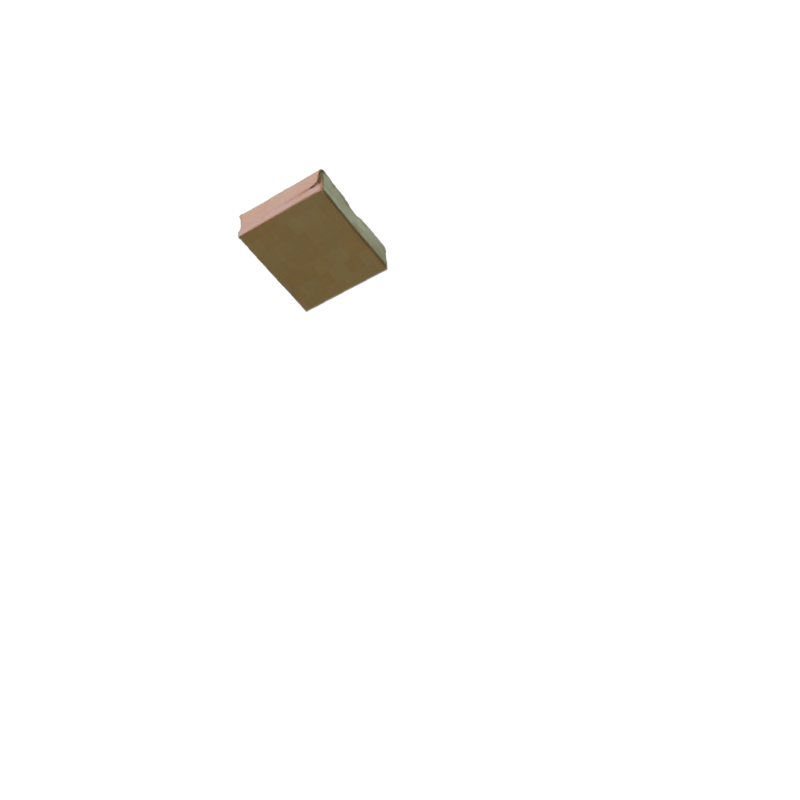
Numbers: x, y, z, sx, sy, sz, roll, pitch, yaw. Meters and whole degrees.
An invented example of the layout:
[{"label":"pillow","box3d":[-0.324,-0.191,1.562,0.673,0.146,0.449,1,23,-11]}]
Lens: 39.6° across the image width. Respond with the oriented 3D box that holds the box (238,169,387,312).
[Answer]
[{"label":"box","box3d":[-0.063,-0.115,0.805,0.073,0.083,0.032,-27,34,20]}]
